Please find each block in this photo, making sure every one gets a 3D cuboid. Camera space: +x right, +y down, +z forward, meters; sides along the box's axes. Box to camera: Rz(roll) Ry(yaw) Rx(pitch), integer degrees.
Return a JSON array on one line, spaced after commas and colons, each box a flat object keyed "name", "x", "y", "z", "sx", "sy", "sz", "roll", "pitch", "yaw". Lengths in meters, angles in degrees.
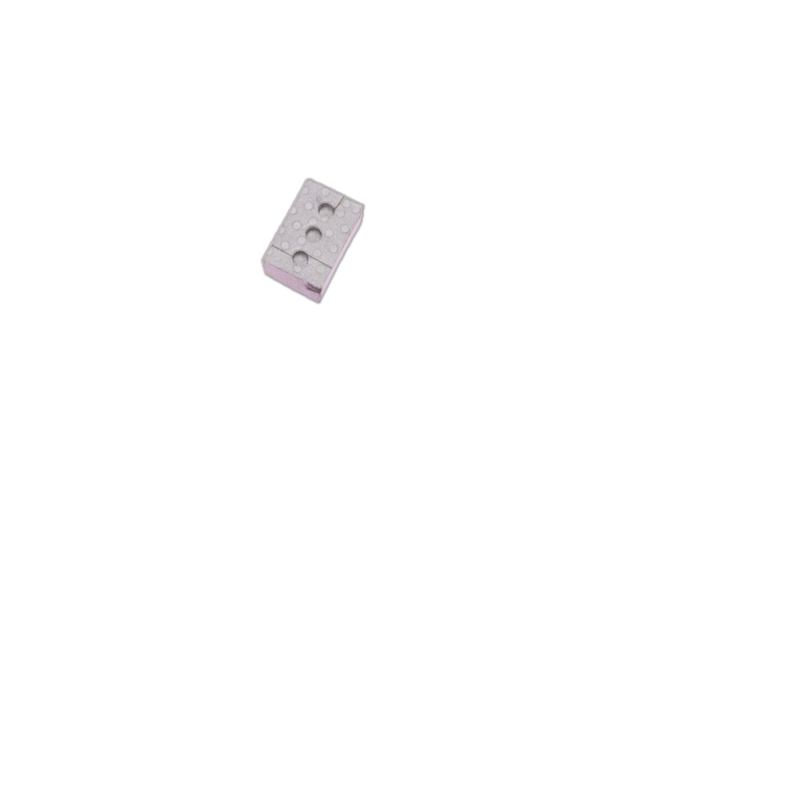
[{"name": "block", "x": -0.070, "y": -0.127, "z": 0.889, "sx": 0.053, "sy": 0.079, "sz": 0.050, "roll": 26, "pitch": -11, "yaw": 3}]
